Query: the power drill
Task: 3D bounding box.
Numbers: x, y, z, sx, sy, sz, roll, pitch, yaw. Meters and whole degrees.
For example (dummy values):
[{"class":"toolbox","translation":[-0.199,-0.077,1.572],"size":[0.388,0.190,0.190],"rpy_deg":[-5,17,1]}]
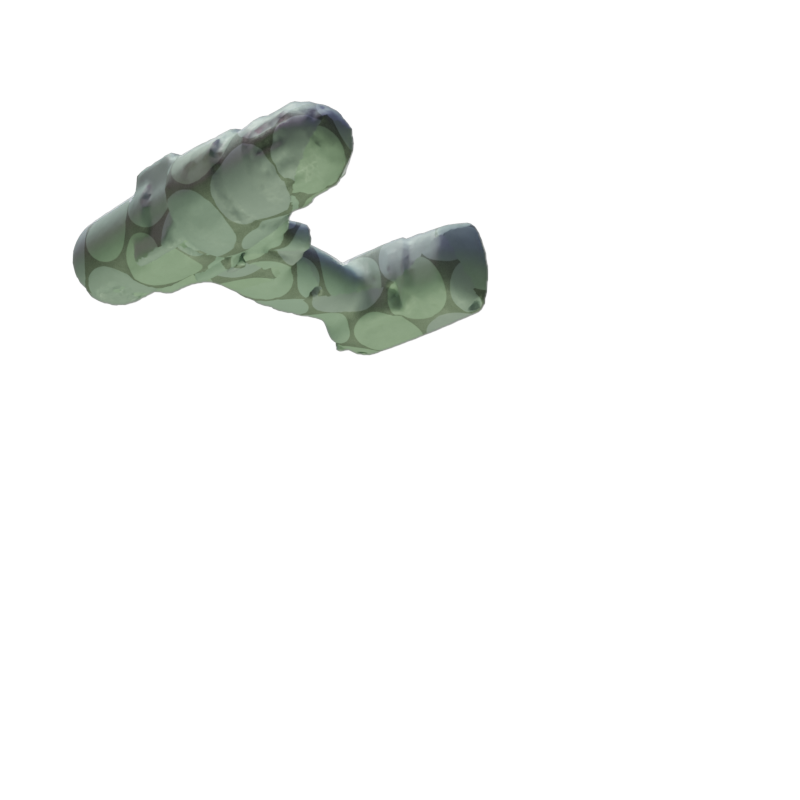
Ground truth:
[{"class":"power drill","translation":[-0.044,-0.079,0.556],"size":[0.177,0.060,0.186],"rpy_deg":[16,-23,-41]}]
